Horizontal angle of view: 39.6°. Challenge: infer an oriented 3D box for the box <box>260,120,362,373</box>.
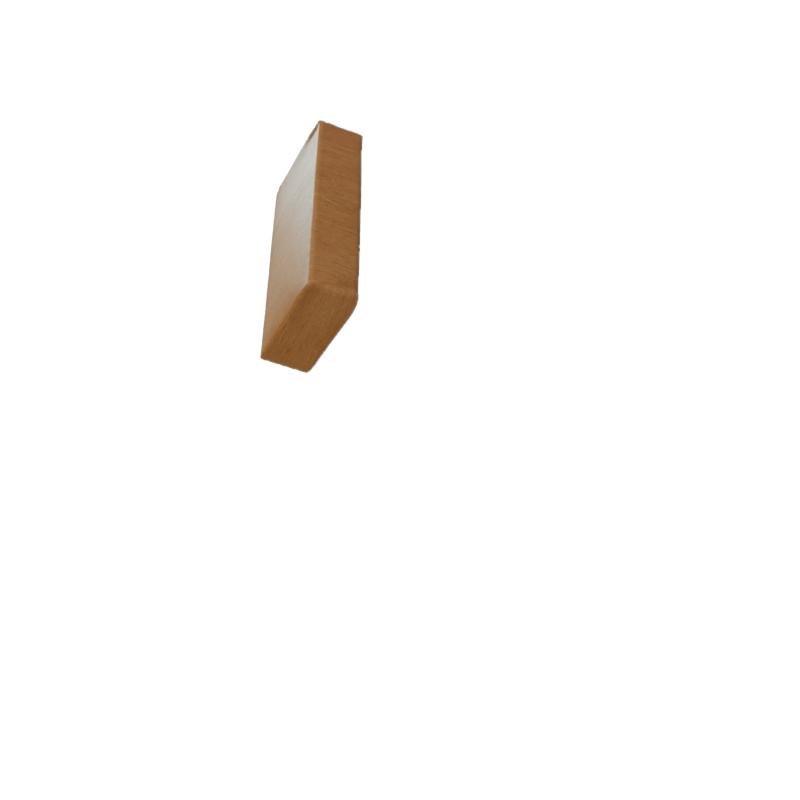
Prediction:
[{"bbox_3d":[-0.066,-0.120,0.839,0.046,0.189,0.090,17,-44,-22],"label":"box"}]
